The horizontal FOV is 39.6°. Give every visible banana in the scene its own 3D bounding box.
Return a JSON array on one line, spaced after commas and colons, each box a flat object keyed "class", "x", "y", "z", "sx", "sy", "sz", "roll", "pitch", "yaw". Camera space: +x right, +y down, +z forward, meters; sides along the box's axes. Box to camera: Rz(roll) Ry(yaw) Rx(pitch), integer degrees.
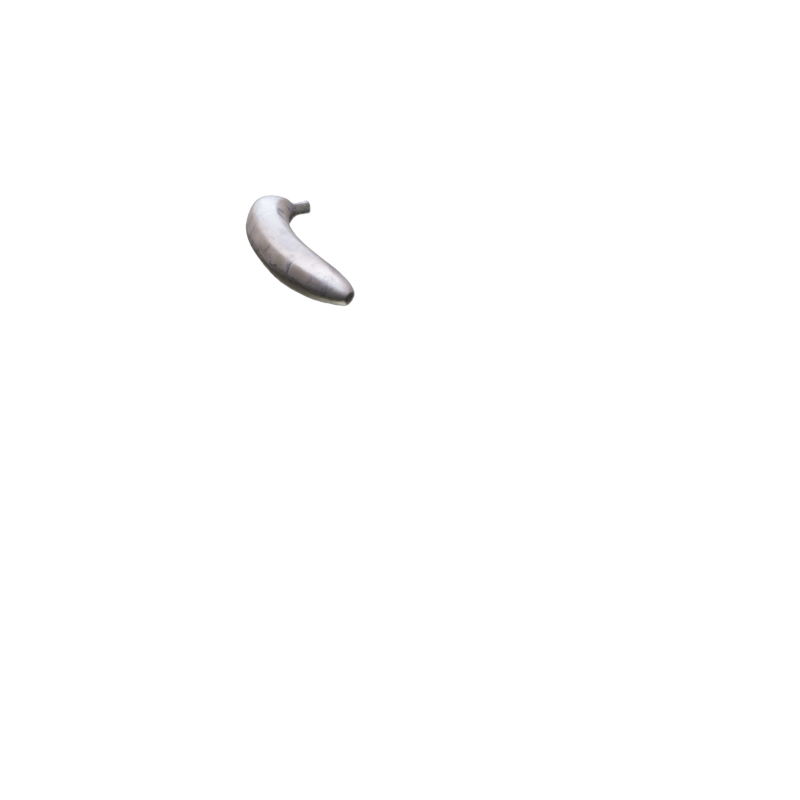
[{"class": "banana", "x": -0.092, "y": -0.133, "z": 0.933, "sx": 0.069, "sy": 0.035, "sz": 0.212, "roll": -7, "pitch": 33, "yaw": -12}]
